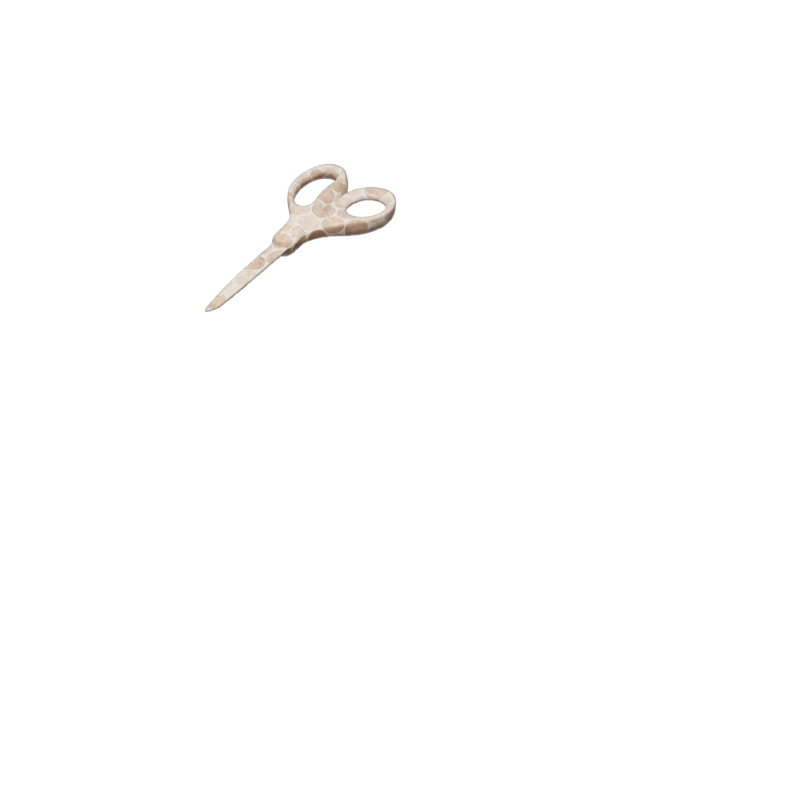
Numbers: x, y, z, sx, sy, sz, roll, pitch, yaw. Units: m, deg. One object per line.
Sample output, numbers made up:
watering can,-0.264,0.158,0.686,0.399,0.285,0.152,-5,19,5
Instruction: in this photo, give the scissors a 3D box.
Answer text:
scissors,-0.065,-0.119,0.834,0.098,0.015,0.212,9,42,11
